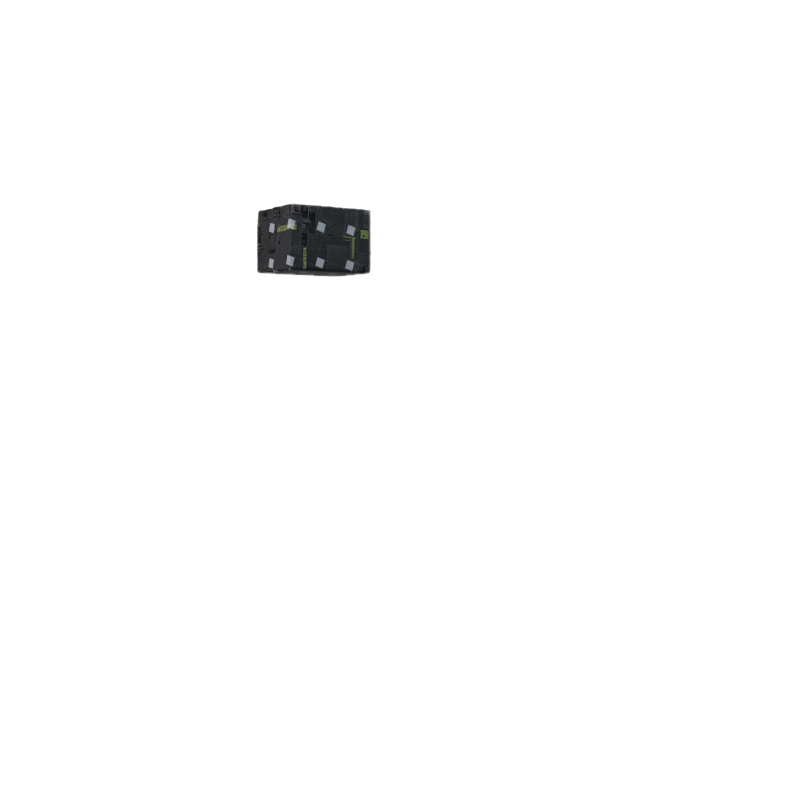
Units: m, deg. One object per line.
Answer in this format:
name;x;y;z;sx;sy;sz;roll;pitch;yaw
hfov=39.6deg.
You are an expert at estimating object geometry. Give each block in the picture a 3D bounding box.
block;-0.069;-0.126;0.883;0.075;0.052;0.054;0;-1;-35
